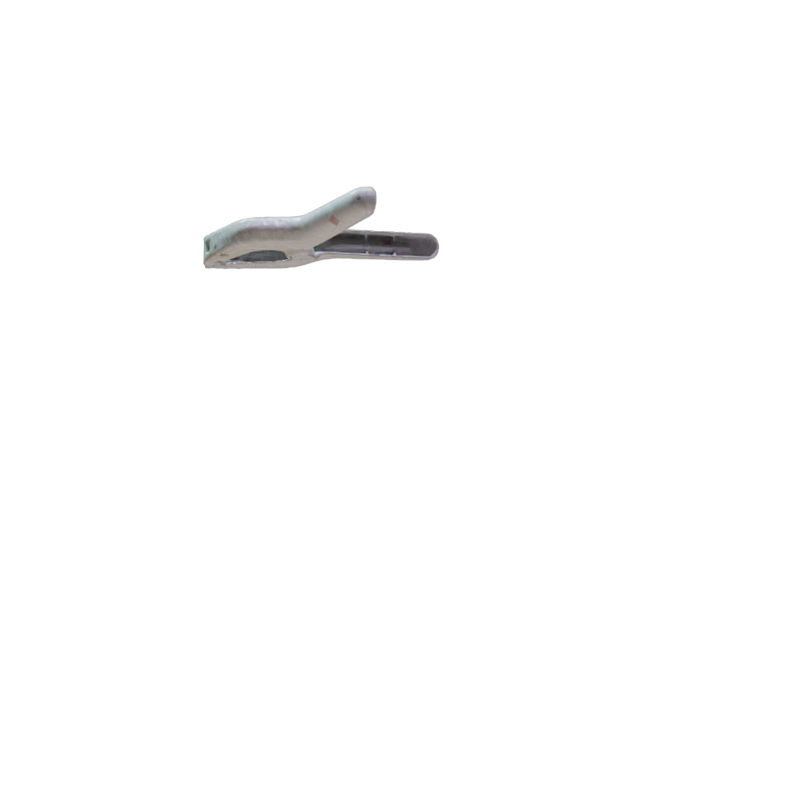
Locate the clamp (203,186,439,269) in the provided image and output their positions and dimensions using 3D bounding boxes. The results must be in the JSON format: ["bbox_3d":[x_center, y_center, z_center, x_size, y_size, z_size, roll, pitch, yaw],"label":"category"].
[{"bbox_3d":[-0.078,-0.142,0.992,0.215,0.038,0.155,-6,-12,29],"label":"clamp"}]
